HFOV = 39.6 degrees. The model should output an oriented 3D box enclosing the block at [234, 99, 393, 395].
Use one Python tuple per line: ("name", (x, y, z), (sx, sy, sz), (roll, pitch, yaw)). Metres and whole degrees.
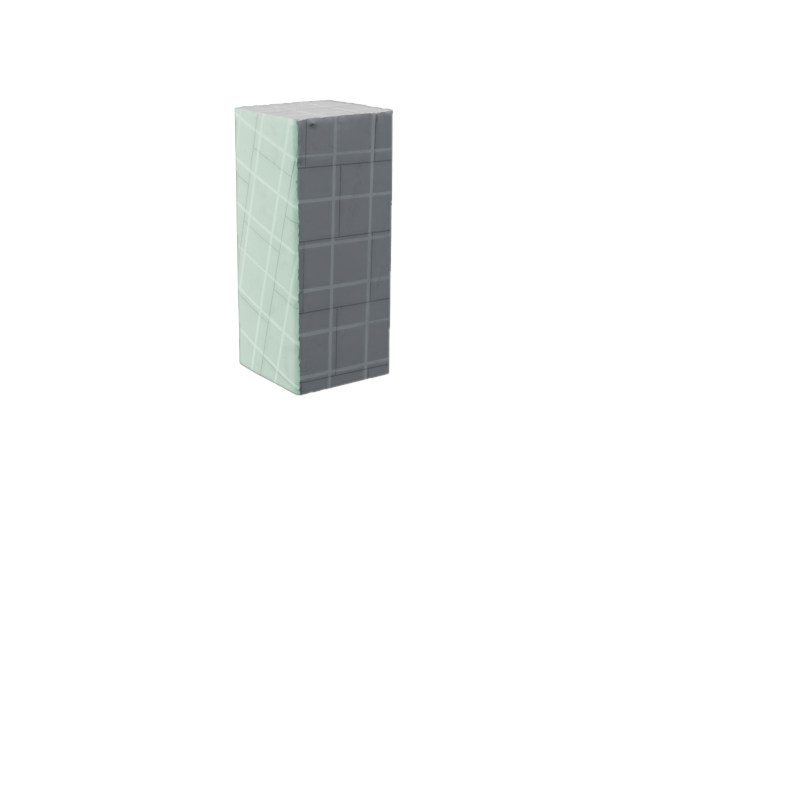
("block", (-0.067, -0.122, 0.852), (0.088, 0.199, 0.096), (-10, 19, -35))
